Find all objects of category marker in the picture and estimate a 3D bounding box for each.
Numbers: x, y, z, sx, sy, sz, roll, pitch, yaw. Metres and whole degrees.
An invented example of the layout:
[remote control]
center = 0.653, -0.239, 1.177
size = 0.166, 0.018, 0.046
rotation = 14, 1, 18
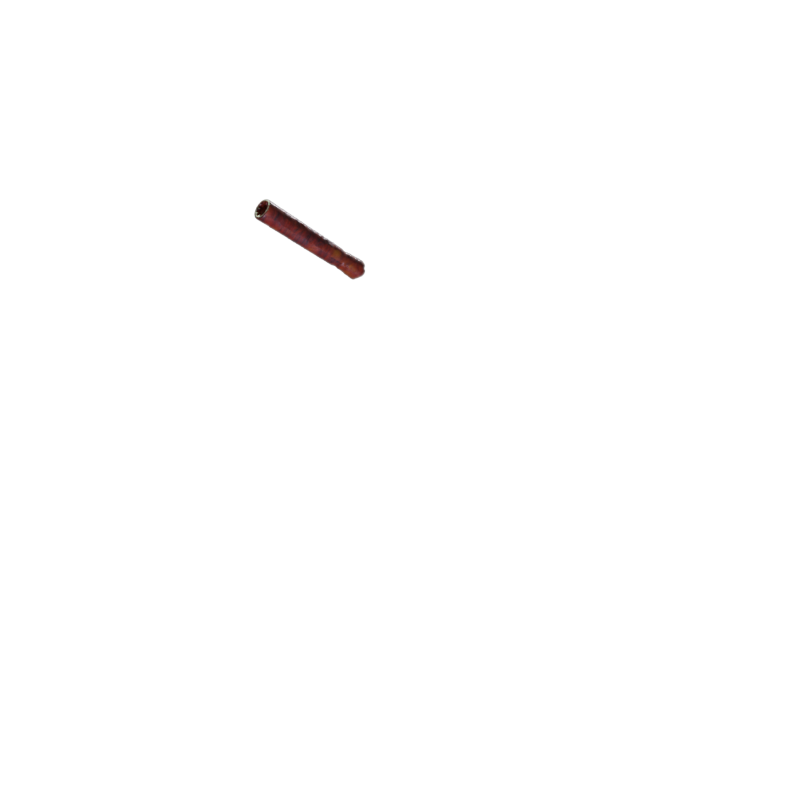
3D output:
[marker]
center = -0.074, -0.135, 0.943
size = 0.113, 0.020, 0.021
rotation = 29, -16, -36
